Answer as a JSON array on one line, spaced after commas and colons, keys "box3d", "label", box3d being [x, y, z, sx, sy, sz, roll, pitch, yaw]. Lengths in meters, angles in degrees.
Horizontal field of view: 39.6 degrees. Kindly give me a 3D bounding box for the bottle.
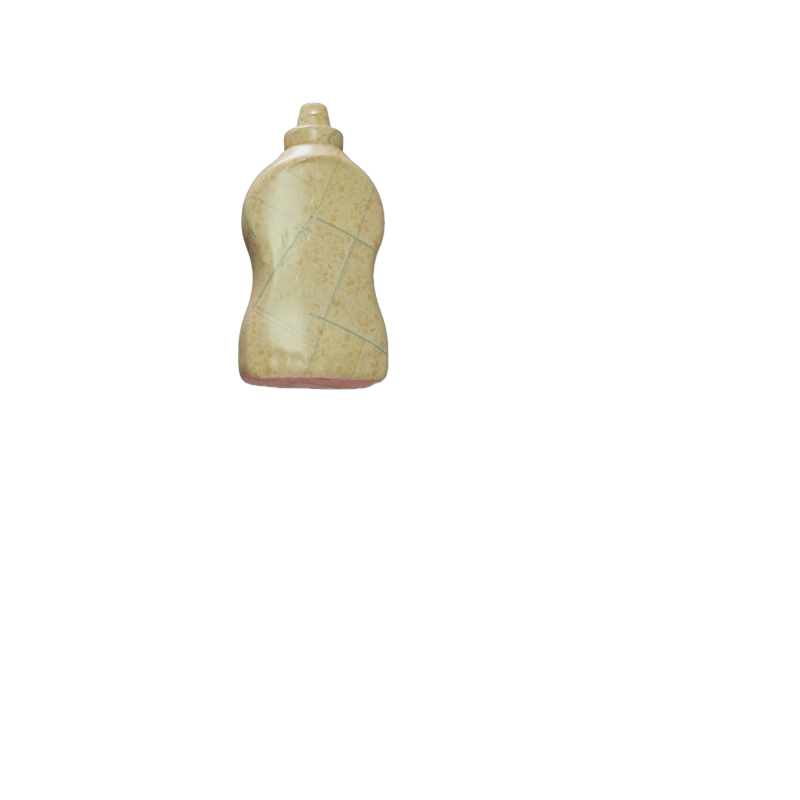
[{"box3d": [-0.058, -0.106, 0.740, 0.094, 0.198, 0.057, 2, -14, -14], "label": "bottle"}]
